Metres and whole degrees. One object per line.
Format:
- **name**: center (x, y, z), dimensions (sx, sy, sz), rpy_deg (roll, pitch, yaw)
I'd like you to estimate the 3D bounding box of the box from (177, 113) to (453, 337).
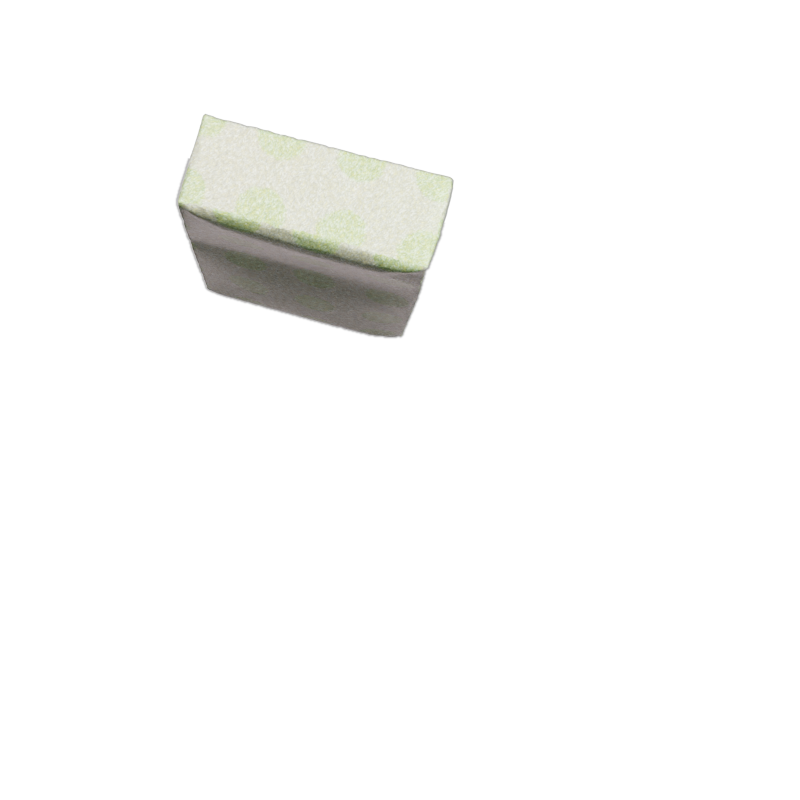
- **box**: center (-0.061, -0.111, 0.779), dimensions (0.165, 0.074, 0.208), rpy_deg (15, -10, 0)
